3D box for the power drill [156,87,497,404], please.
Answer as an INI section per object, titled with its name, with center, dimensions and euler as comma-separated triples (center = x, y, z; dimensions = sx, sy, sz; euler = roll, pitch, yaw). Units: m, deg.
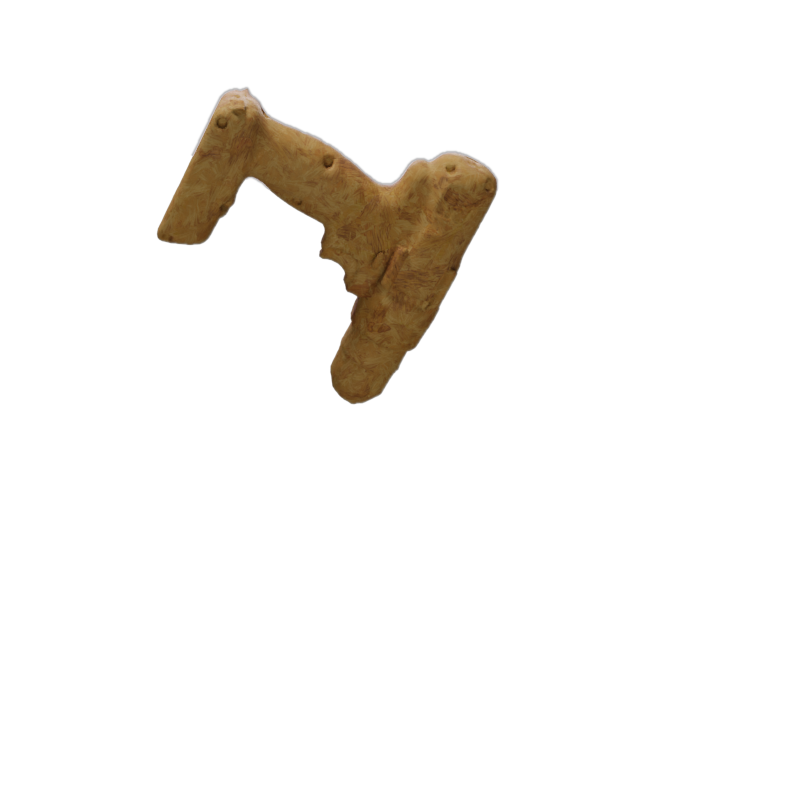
[power drill]
center = -0.056, -0.101, 0.711
dimensions = 0.184, 0.179, 0.060
euler = 24, 20, -10
